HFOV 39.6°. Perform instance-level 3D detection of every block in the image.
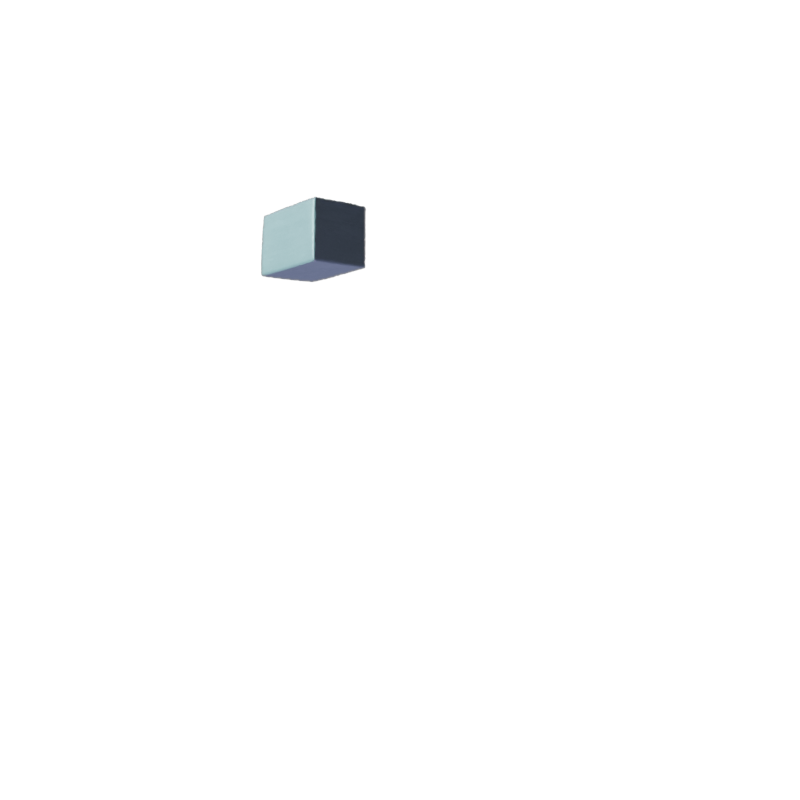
[{"bbox_3d":[-0.070,-0.128,0.899,0.050,0.053,0.080,7,-10,-38],"label":"block"}]
